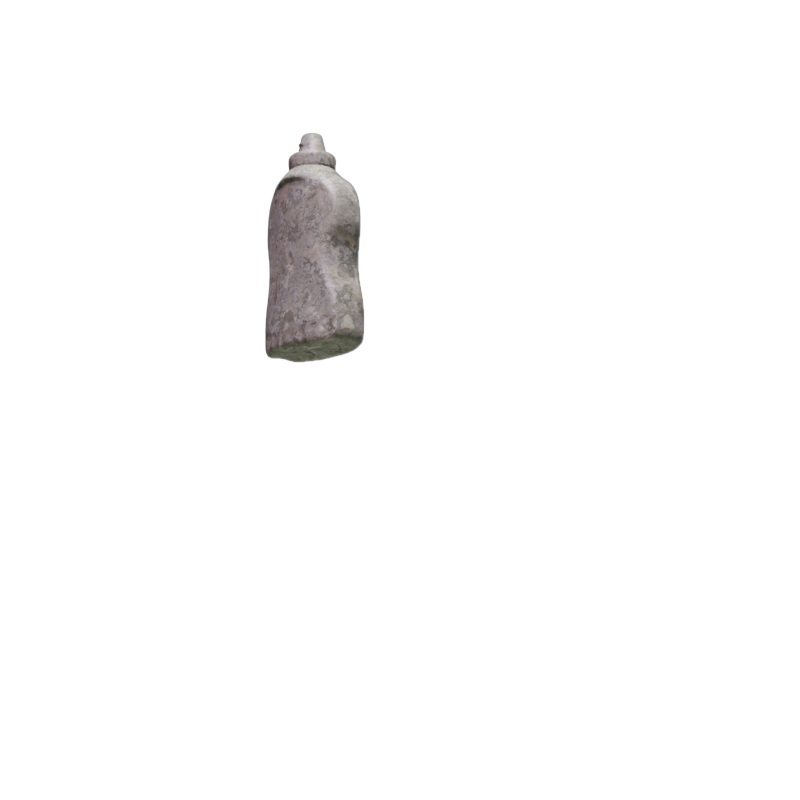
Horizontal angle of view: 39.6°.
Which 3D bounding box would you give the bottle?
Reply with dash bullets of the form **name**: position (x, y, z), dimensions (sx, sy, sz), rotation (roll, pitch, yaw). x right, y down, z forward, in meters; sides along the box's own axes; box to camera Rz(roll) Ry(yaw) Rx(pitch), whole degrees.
- **bottle**: position (-0.073, -0.133, 0.933), dimensions (0.055, 0.200, 0.097), rotation (12, -21, -38)
